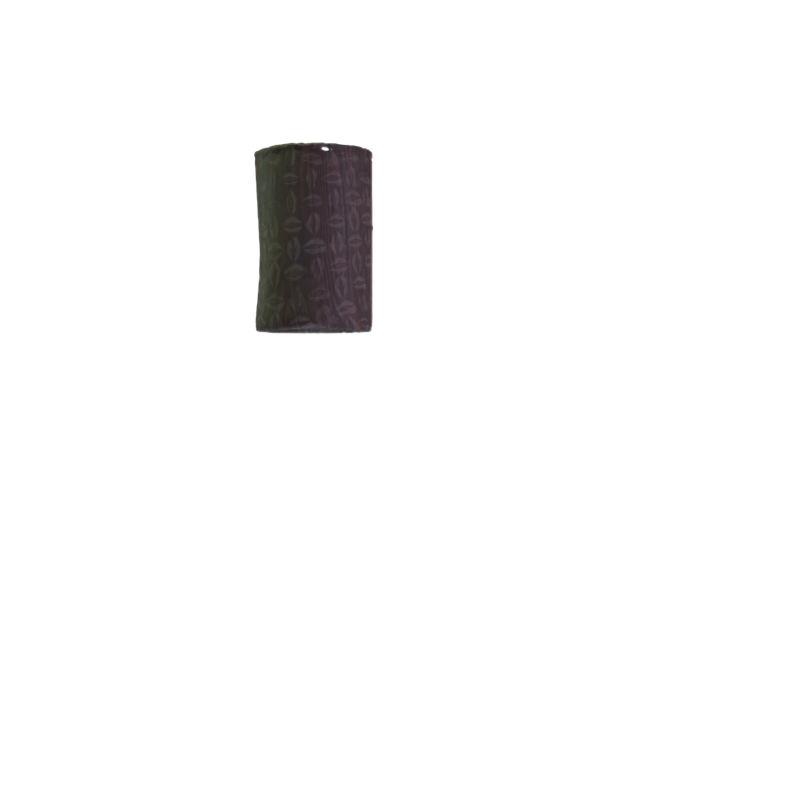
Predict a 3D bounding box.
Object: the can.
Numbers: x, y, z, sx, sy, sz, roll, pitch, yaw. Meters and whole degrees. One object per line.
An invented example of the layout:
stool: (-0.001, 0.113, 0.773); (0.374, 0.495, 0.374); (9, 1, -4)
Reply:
can: (-0.049, -0.090, 0.628); (0.068, 0.104, 0.068); (0, -4, -2)
